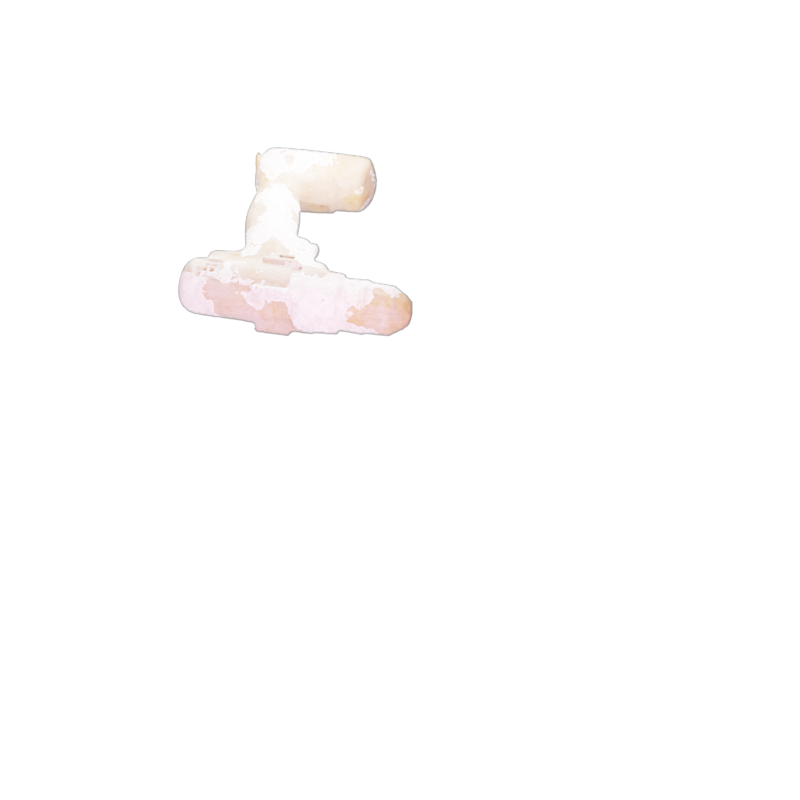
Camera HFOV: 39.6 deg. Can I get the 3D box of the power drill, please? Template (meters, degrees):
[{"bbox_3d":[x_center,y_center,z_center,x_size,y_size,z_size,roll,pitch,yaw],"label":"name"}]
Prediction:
[{"bbox_3d":[-0.071,-0.130,0.910,0.187,0.053,0.199,8,44,8],"label":"power drill"}]
